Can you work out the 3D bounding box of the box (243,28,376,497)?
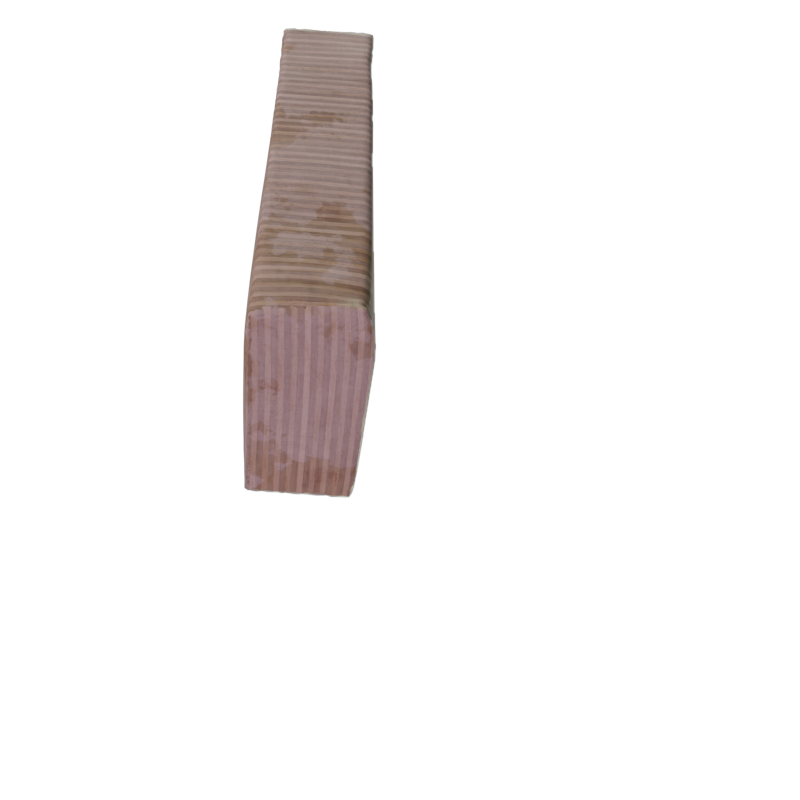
[{"bbox_3d":[-0.034,-0.062,0.436,0.048,0.087,0.189,2,44,-6],"label":"box"}]
